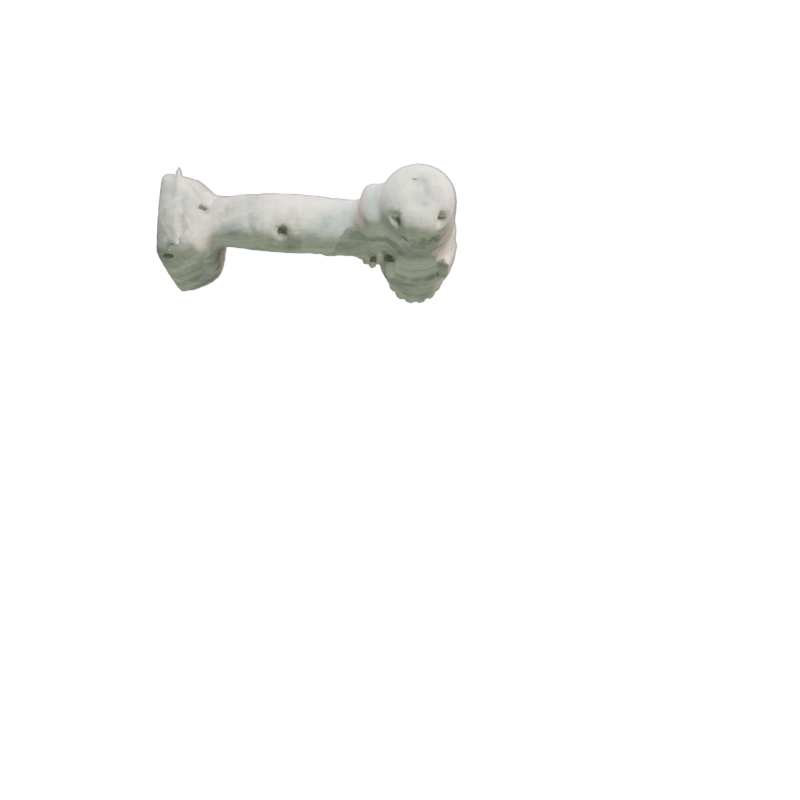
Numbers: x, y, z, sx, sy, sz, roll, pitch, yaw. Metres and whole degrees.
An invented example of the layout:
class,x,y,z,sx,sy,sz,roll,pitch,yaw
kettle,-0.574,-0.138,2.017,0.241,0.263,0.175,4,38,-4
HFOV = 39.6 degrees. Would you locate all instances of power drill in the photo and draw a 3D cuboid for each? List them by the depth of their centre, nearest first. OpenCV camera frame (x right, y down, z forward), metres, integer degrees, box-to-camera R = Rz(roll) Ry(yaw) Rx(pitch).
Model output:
class,x,y,z,sx,sy,sz,roll,pitch,yaw
power drill,-0.057,-0.104,0.726,0.188,0.060,0.177,-1,-13,2
